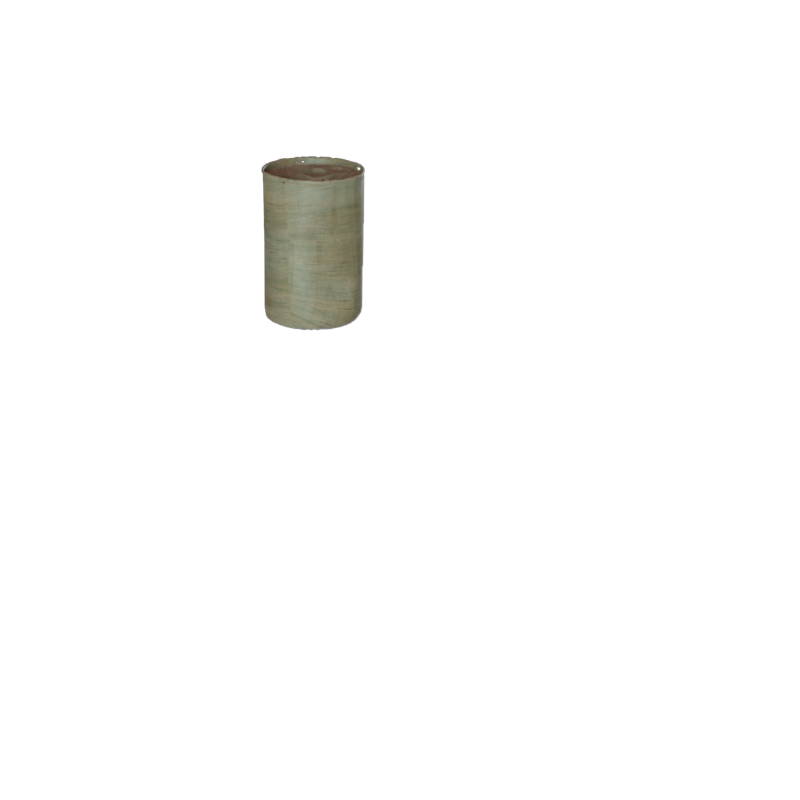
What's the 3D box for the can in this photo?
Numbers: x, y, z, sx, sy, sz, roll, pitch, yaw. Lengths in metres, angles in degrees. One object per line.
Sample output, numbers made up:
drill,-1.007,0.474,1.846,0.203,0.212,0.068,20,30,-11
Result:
can,-0.058,-0.106,0.740,0.068,0.098,0.072,0,21,-2
